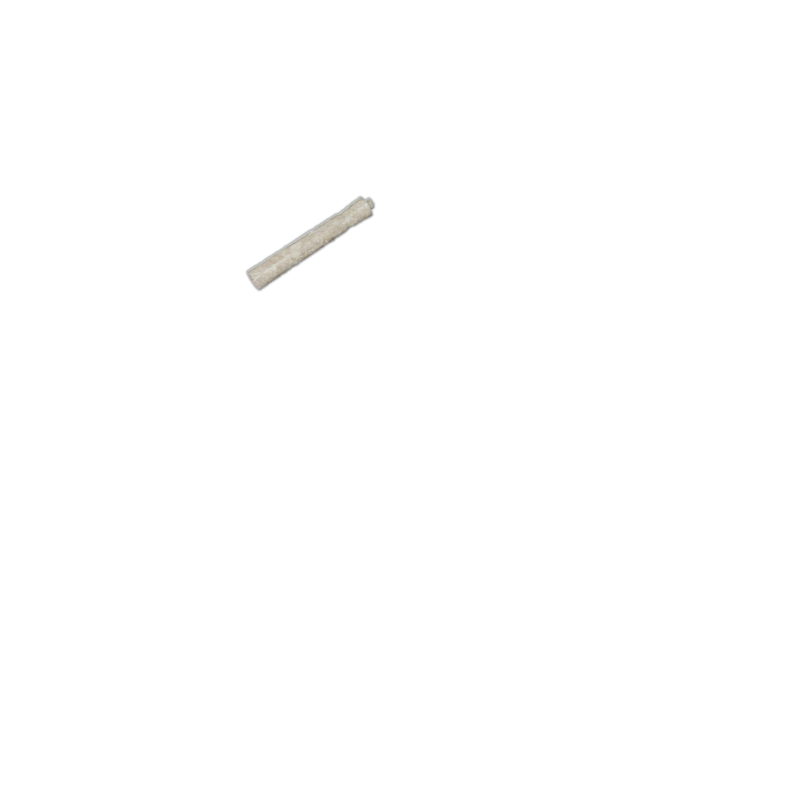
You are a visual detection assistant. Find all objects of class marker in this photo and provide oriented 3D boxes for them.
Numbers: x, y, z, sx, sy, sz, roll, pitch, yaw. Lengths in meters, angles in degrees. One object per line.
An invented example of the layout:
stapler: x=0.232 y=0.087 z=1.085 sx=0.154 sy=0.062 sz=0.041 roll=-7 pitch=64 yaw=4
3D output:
marker: x=-0.072 y=-0.132 z=0.923 sx=0.121 sy=0.019 sz=0.020 roll=-35 pitch=12 yaw=-10
